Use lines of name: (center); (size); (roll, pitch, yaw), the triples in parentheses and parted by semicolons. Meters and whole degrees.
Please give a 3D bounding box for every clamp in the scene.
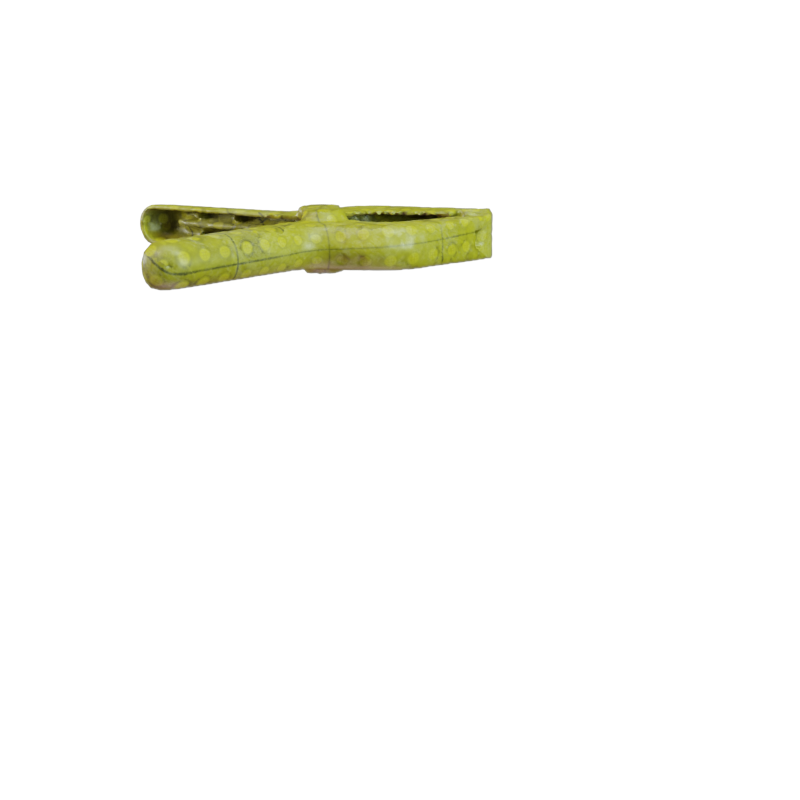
clamp: (-0.049, -0.089, 0.621); (0.209, 0.035, 0.171); (-1, 18, -4)
